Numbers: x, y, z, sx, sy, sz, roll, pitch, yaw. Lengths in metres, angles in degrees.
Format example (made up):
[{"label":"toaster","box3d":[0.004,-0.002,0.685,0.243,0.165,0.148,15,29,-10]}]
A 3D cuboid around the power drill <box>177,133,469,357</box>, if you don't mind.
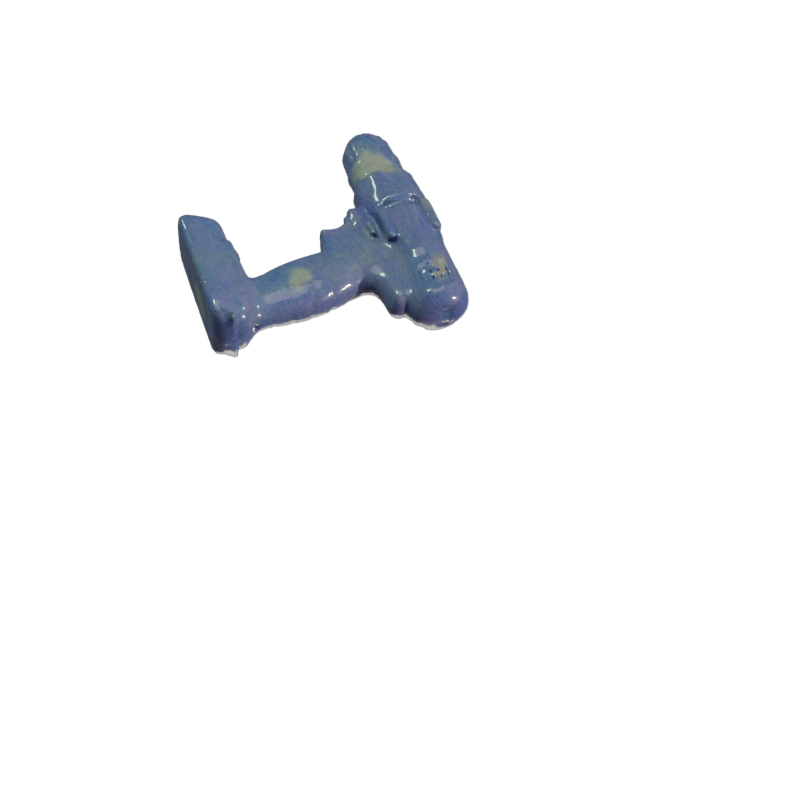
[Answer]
[{"label":"power drill","box3d":[-0.063,-0.116,0.811,0.186,0.199,0.053,-15,-37,-12]}]
